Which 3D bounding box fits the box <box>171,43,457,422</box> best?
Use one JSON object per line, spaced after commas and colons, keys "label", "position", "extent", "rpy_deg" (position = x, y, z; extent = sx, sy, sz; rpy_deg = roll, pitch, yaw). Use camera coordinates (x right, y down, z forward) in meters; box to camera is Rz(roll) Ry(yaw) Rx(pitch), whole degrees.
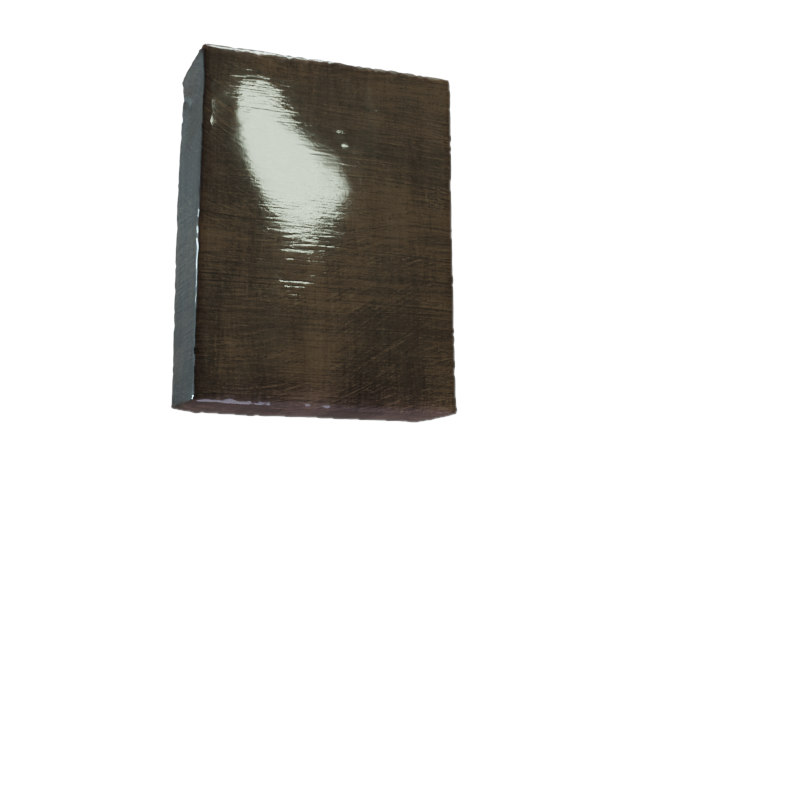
{"label": "box", "position": [-0.053, -0.097, 0.682], "extent": [0.159, 0.221, 0.071], "rpy_deg": [4, -14, -21]}
